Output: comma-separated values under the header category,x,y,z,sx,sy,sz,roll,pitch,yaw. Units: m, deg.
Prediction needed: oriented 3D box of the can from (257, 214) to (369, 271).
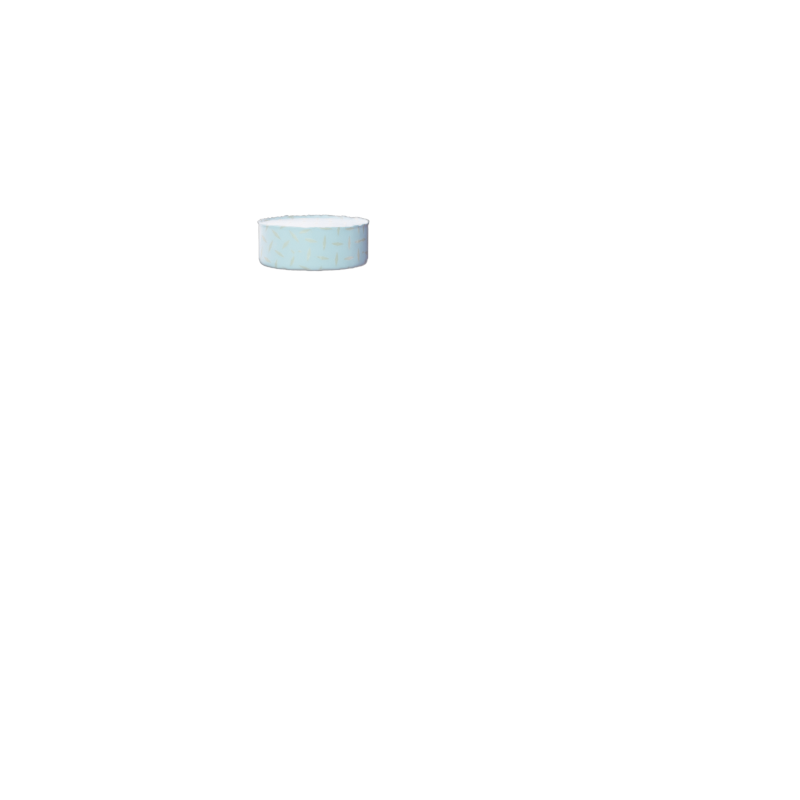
category,x,y,z,sx,sy,sz,roll,pitch,yaw
can,-0.067,-0.121,0.851,0.086,0.033,0.088,0,14,-2
